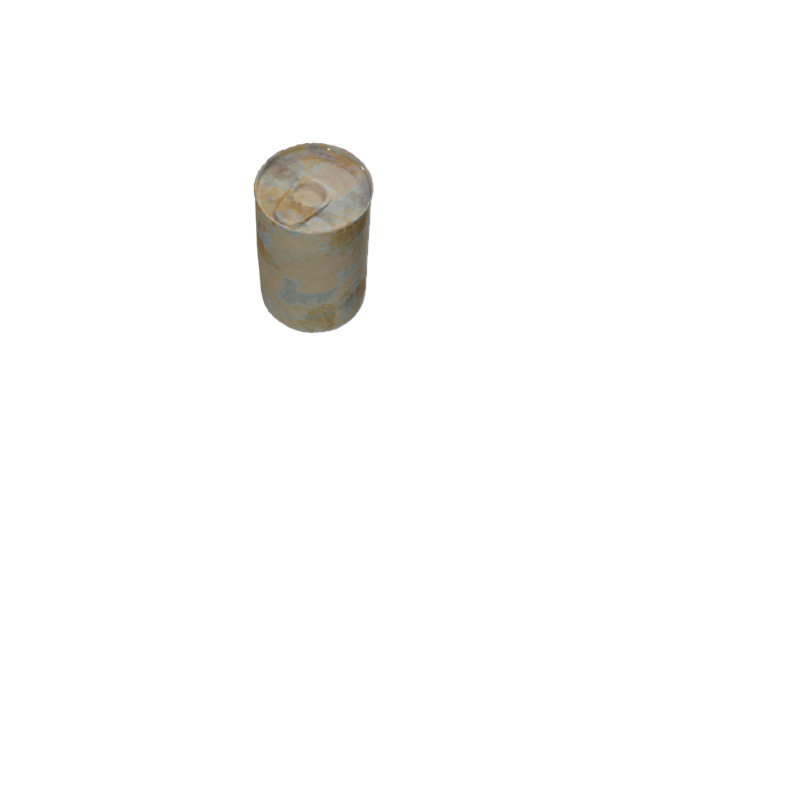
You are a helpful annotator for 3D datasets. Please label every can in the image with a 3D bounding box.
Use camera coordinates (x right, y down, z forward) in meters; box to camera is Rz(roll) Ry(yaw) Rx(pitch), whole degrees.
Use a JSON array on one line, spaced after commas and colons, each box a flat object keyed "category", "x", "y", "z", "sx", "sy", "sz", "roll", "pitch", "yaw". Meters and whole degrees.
[{"category": "can", "x": -0.052, "y": -0.095, "z": 0.665, "sx": 0.068, "sy": 0.073, "sz": 0.096, "roll": 0, "pitch": -34, "yaw": -3}]
